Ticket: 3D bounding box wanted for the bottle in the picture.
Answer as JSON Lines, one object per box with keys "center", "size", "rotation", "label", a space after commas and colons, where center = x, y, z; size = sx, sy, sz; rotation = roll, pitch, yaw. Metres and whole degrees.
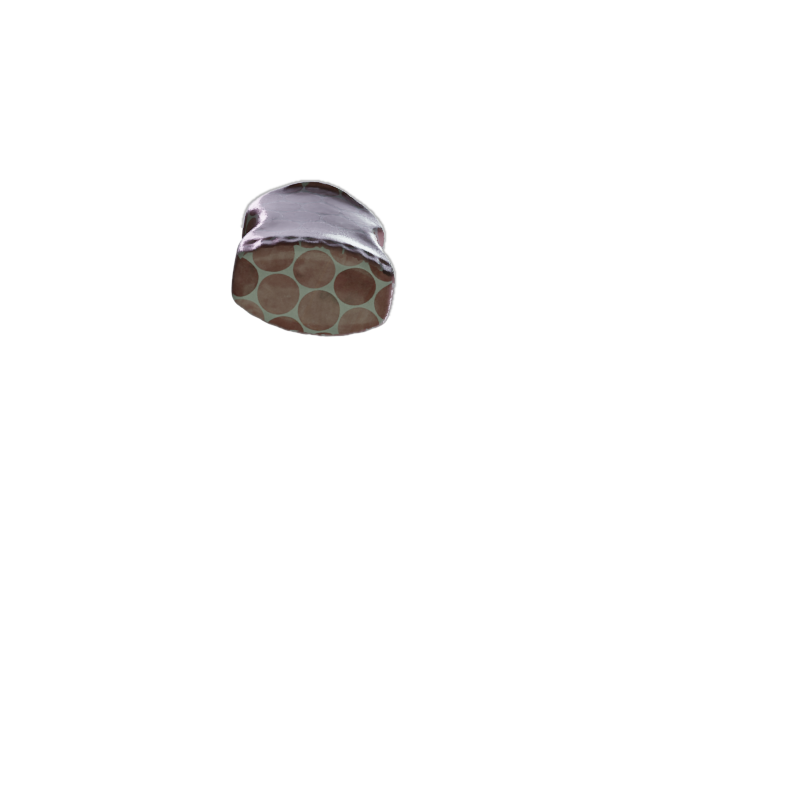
{"center": [-0.057, -0.104, 0.733], "size": [0.095, 0.056, 0.201], "rotation": [6, 24, -6], "label": "bottle"}
